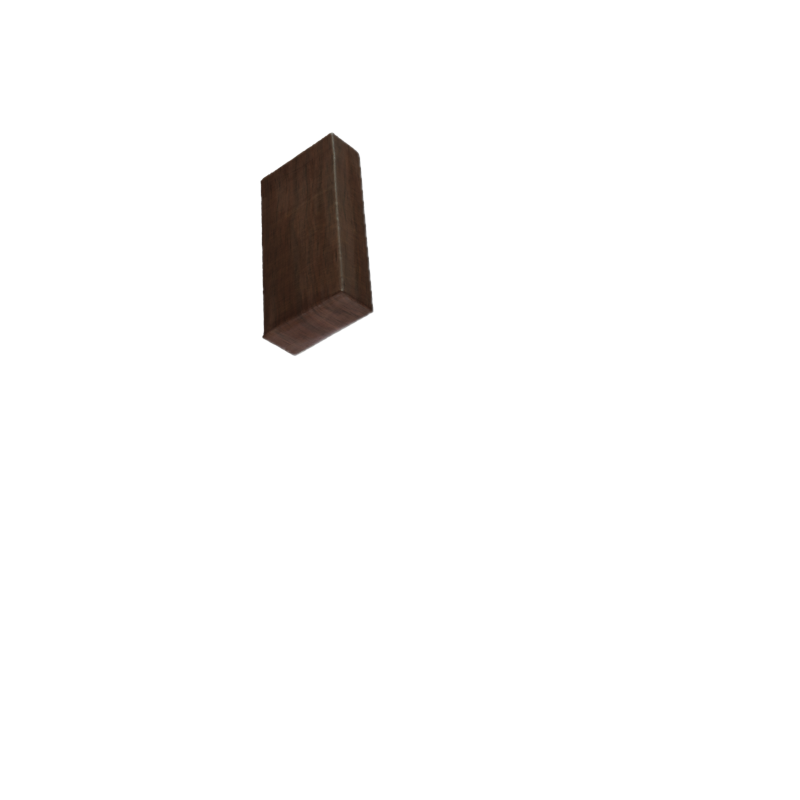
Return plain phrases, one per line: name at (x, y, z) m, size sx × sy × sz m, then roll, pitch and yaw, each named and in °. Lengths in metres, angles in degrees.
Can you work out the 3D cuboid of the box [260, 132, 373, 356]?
box at (-0.074, -0.135, 0.949) m, size 0.093 × 0.189 × 0.045 m, roll -28°, pitch -43°, yaw 30°
